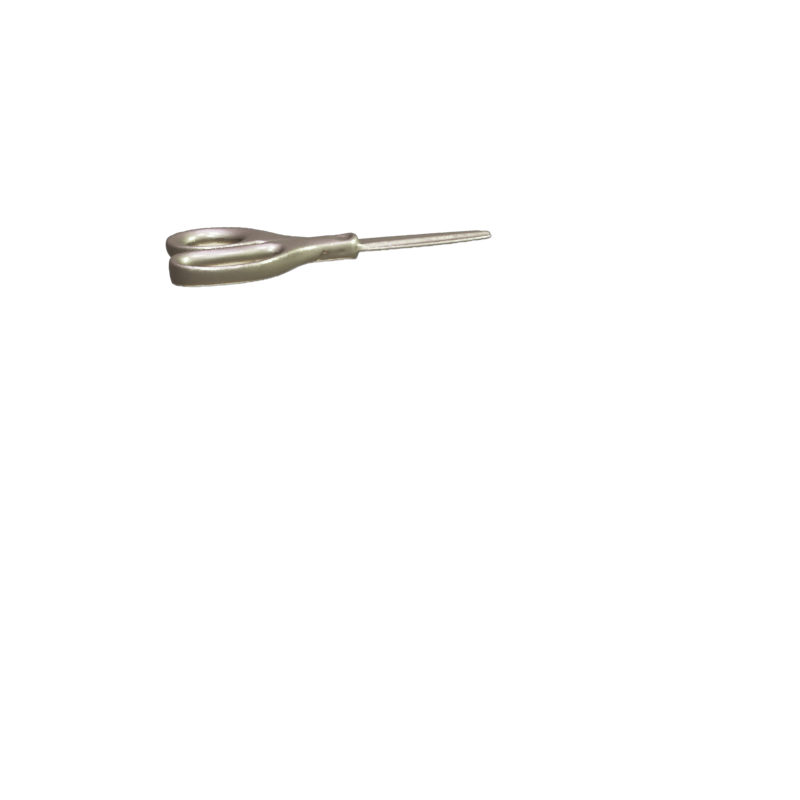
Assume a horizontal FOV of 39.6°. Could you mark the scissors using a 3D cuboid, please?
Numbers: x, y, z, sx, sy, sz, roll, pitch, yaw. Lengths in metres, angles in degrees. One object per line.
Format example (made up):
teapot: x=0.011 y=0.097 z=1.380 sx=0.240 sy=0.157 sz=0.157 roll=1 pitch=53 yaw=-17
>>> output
scissors: x=-0.052 y=-0.095 z=0.667 sx=0.197 sy=0.015 sz=0.102 roll=-15 pitch=26 yaw=-32
